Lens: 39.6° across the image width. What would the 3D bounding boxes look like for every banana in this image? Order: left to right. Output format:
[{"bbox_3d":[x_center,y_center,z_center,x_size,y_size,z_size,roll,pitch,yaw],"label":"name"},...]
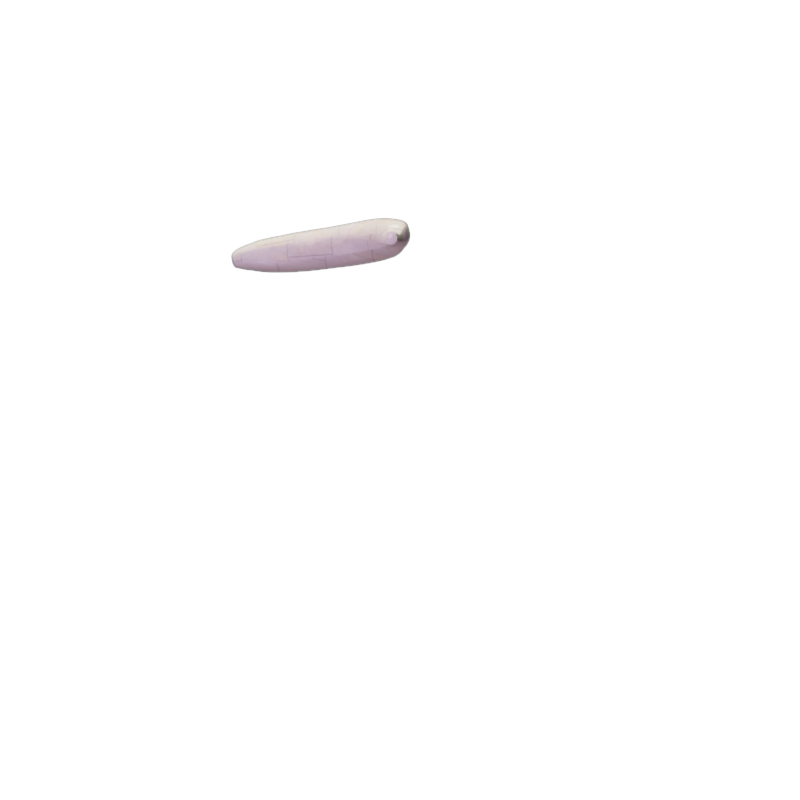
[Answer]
[{"bbox_3d":[-0.060,-0.137,0.972,0.204,0.037,0.066,-3,-6,42],"label":"banana"}]
